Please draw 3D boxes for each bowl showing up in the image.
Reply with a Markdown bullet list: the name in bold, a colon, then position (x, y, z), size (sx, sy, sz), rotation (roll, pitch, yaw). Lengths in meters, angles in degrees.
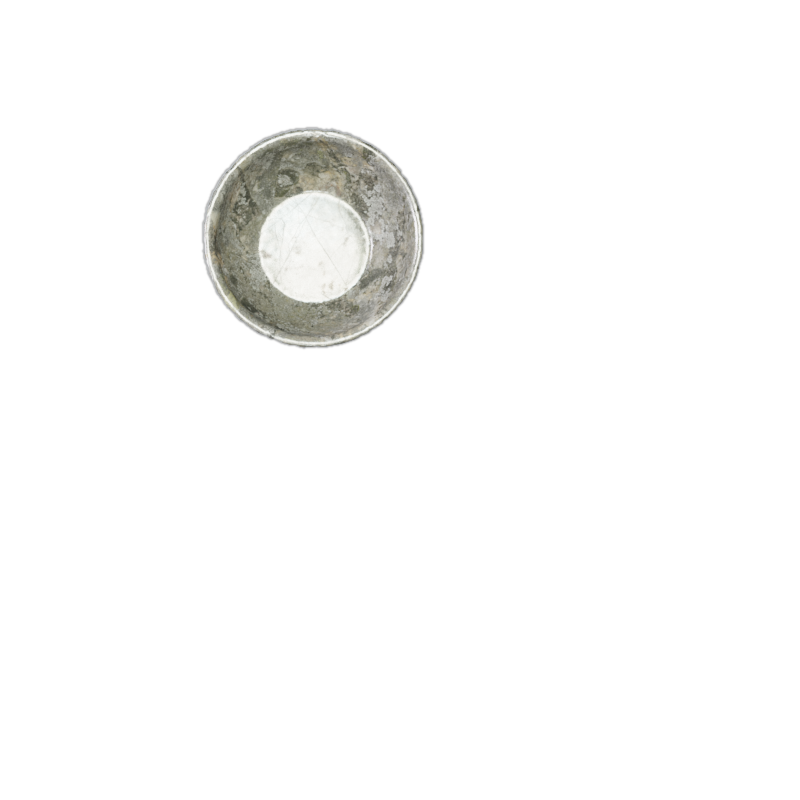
- **bowl**: position (-0.065, -0.119, 0.833), size (0.162, 0.165, 0.054), rotation (0, -8, 0)
